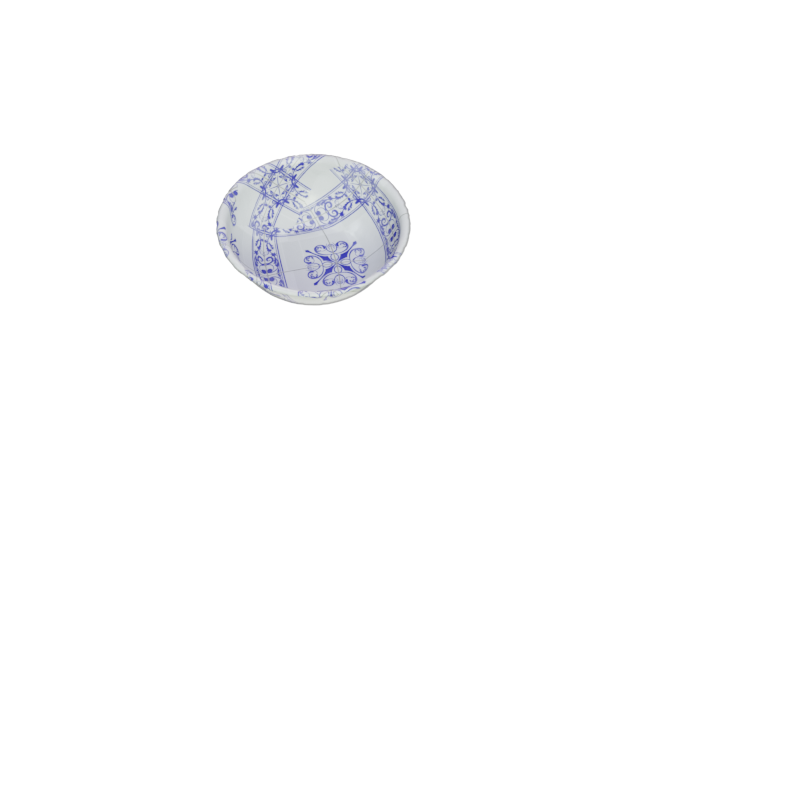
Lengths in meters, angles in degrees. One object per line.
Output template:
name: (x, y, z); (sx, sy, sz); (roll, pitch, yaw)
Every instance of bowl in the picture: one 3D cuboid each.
bowl: (-0.074, -0.134, 0.939); (0.162, 0.174, 0.051); (-1, -39, -1)
